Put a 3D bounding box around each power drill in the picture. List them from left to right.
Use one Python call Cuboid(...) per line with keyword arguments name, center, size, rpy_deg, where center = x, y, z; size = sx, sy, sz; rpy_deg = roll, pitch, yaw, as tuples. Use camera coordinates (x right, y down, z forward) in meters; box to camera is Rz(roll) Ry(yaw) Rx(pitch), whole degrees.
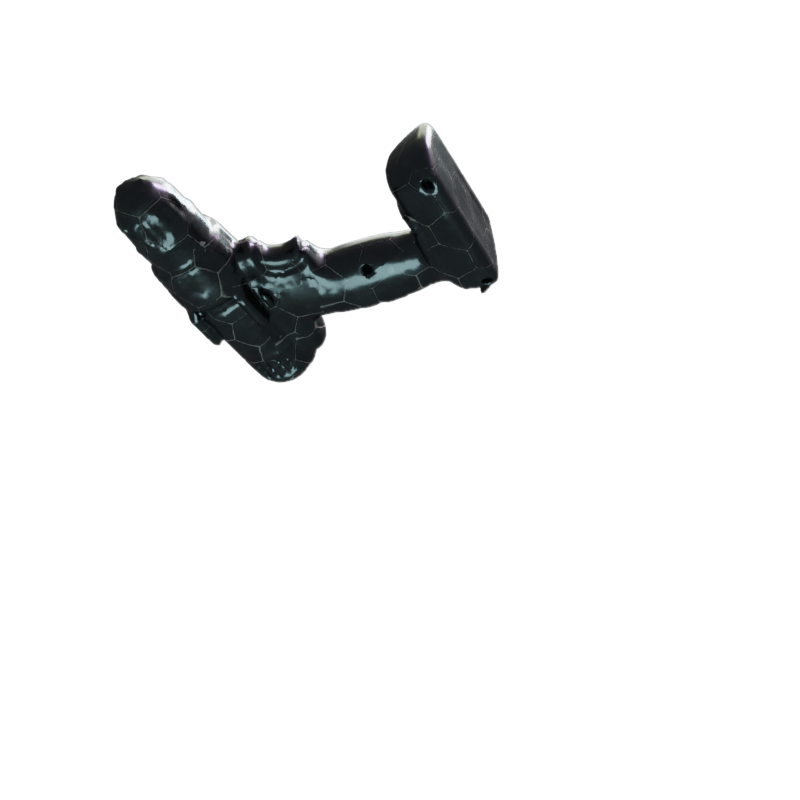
Cuboid(name="power drill", center=(-0.051, -0.093, 0.654), size=(0.189, 0.061, 0.170), rpy_deg=(-18, -40, 22))
